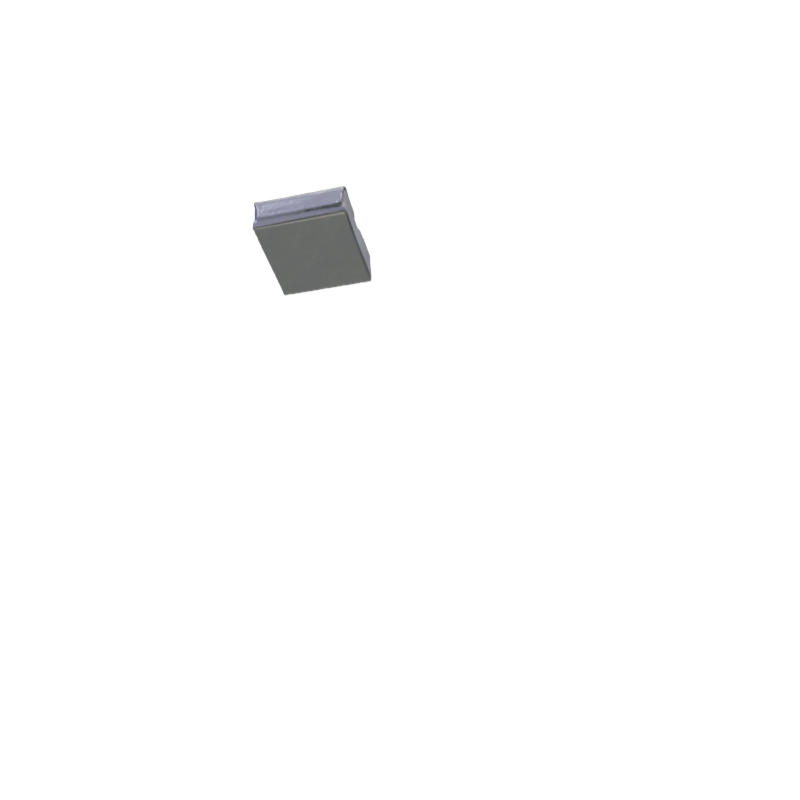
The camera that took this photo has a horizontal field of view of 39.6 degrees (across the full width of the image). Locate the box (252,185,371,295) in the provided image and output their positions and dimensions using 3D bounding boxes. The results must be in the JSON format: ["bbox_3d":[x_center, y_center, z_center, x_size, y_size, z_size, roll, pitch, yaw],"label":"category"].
[{"bbox_3d":[-0.068,-0.123,0.864,0.074,0.032,0.082,-9,-38,11],"label":"box"}]
